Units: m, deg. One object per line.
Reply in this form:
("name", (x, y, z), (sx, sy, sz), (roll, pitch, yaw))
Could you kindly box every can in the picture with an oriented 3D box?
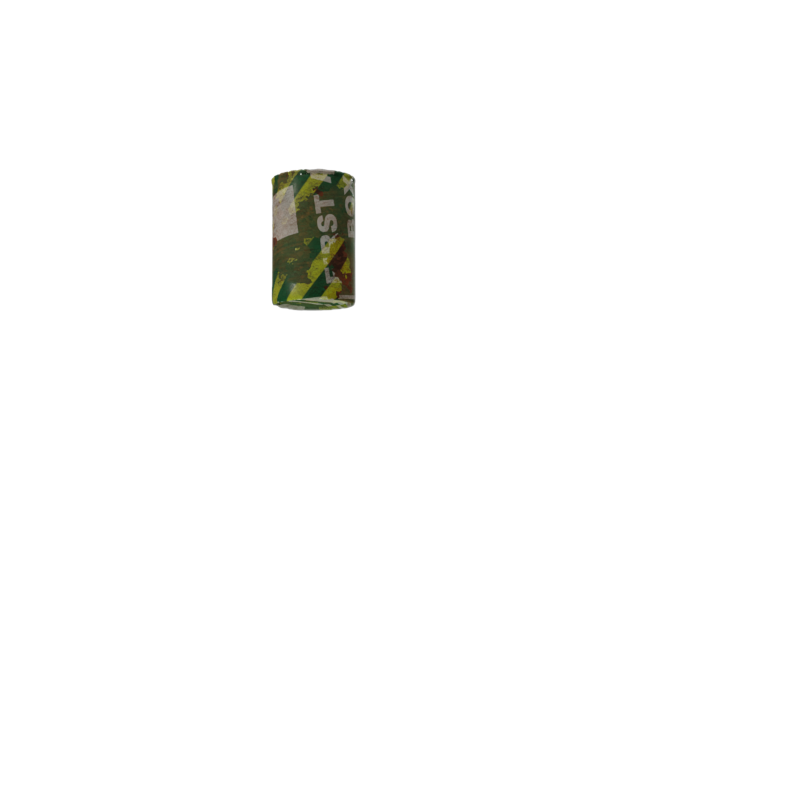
("can", (-0.069, -0.126, 0.881), (0.068, 0.105, 0.067), (0, -9, -2))
